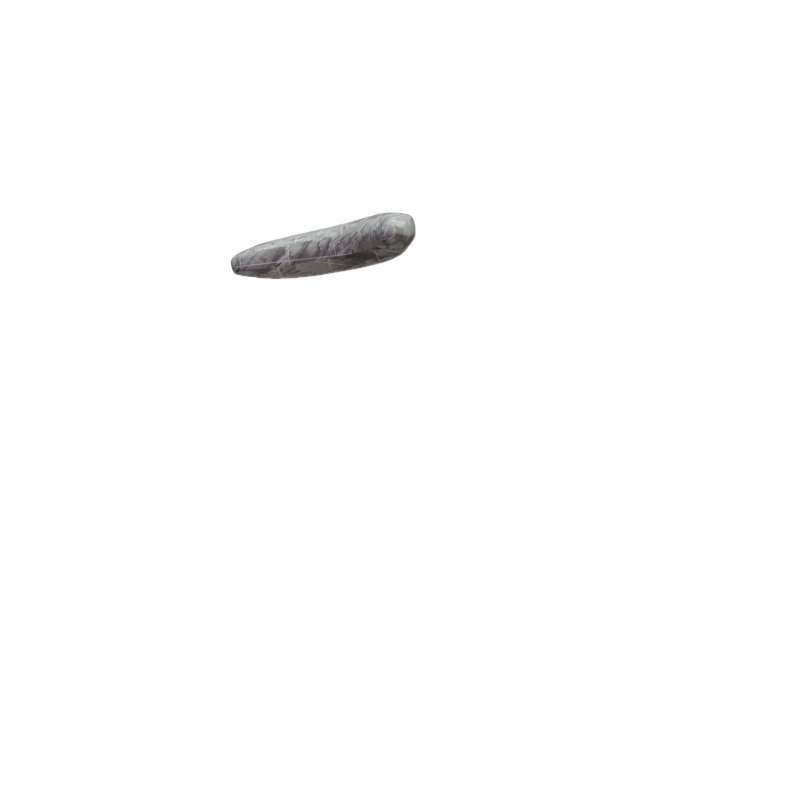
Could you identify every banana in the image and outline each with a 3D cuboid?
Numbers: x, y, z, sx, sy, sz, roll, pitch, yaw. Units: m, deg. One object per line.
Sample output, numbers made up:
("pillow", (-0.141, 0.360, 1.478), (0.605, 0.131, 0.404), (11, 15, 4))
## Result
("banana", (-0.052, -0.124, 0.882), (0.066, 0.038, 0.203), (7, -9, -43))
